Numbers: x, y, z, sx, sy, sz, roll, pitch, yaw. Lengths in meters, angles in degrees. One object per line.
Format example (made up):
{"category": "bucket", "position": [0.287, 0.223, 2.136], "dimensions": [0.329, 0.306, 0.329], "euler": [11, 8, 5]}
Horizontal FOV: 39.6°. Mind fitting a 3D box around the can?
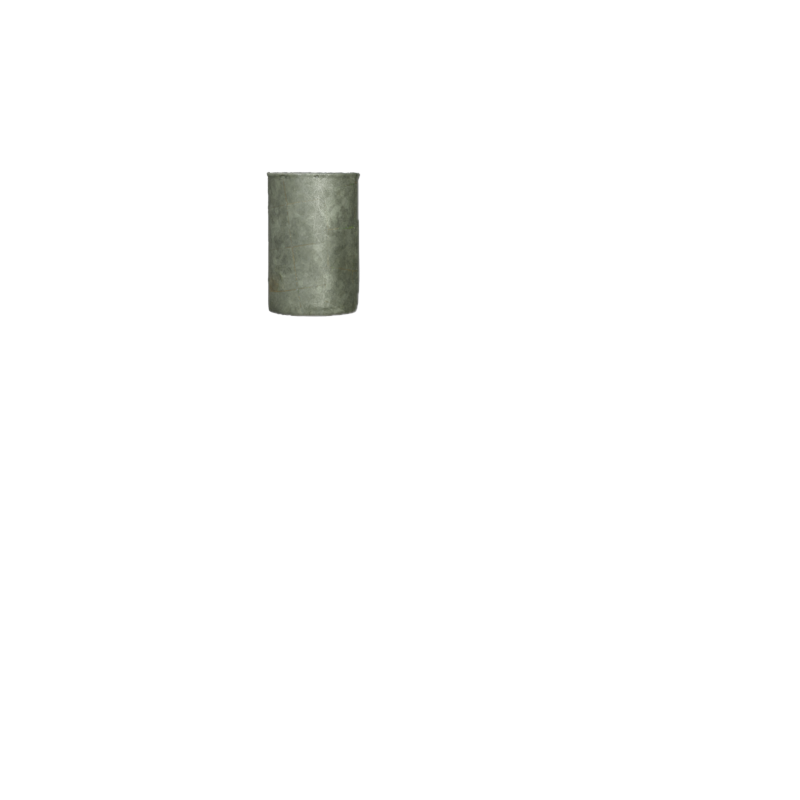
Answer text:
{"category": "can", "position": [-0.064, -0.116, 0.811], "dimensions": [0.068, 0.101, 0.070], "euler": [0, 7, -2]}
